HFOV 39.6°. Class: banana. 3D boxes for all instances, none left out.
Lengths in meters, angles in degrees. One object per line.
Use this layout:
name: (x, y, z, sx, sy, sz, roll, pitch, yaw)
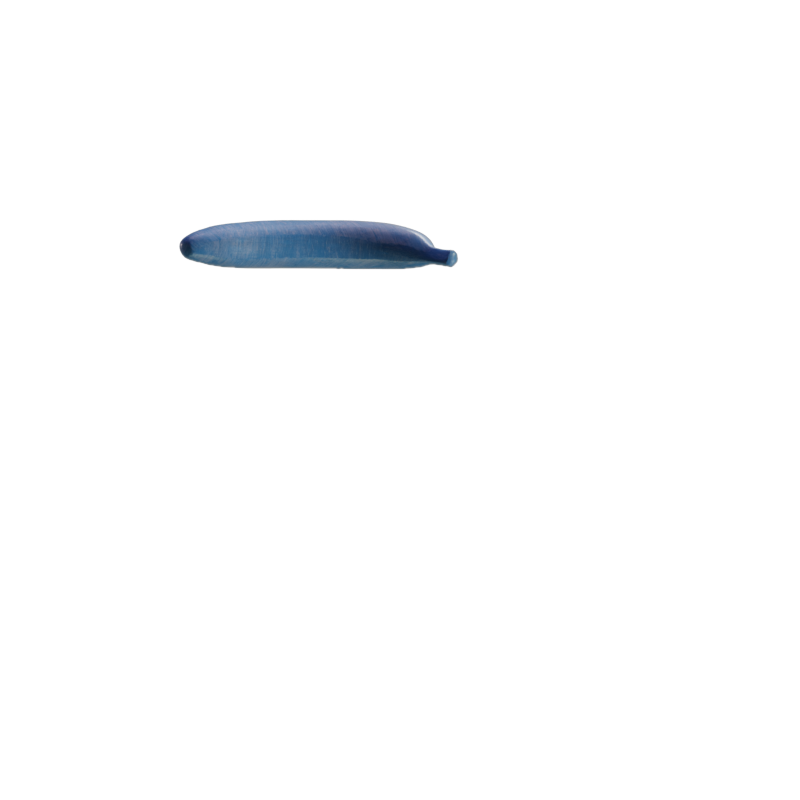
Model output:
banana: (-0.062, -0.115, 0.814, 0.196, 0.037, 0.070, 0, 2, -6)
